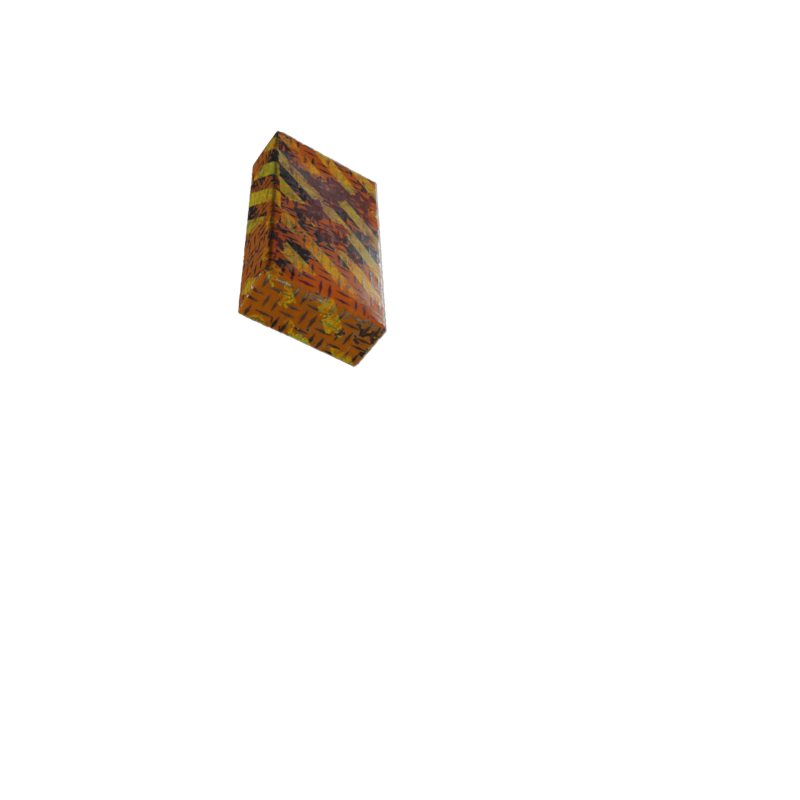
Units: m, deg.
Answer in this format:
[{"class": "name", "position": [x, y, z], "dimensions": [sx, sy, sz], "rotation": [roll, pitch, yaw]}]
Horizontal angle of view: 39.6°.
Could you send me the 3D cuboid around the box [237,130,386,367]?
[{"class": "box", "position": [-0.061, -0.111, 0.780], "dimensions": [0.090, 0.047, 0.189], "rotation": [25, 33, -21]}]
